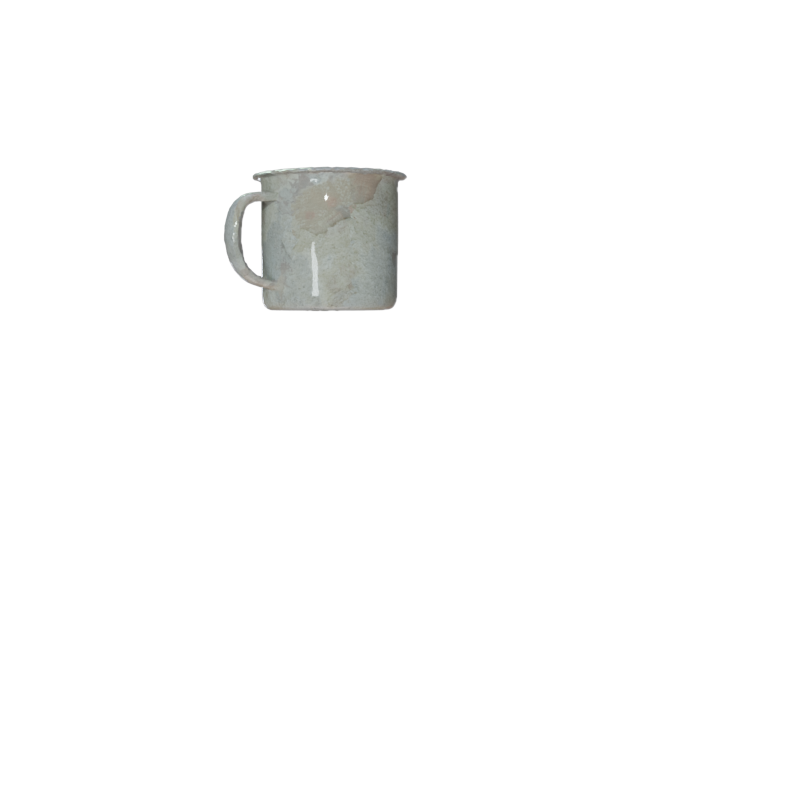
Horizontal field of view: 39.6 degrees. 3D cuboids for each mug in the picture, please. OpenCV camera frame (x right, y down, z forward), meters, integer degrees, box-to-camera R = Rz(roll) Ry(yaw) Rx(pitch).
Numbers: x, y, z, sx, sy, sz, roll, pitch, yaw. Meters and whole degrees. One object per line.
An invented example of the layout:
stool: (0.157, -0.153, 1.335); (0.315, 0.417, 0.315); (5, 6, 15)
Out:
mug: (-0.052, -0.094, 0.661); (0.113, 0.082, 0.097); (-2, 3, -39)
